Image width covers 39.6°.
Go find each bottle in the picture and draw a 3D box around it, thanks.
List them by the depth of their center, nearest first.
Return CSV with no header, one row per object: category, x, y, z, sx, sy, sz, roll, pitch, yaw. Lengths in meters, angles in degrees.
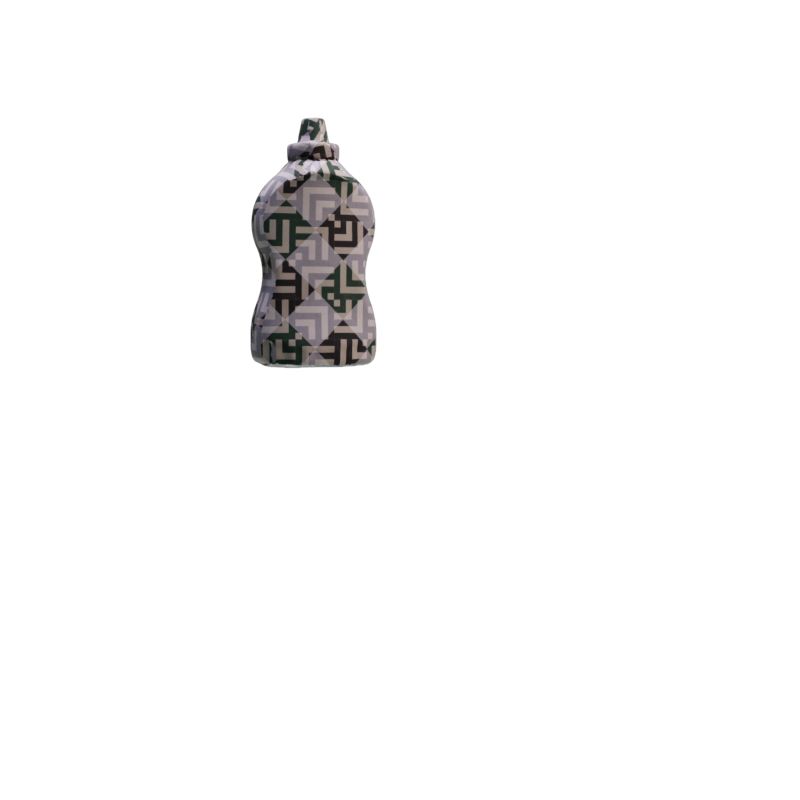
bottle,-0.068,-0.123,0.862,0.094,0.192,0.059,0,-1,-14
